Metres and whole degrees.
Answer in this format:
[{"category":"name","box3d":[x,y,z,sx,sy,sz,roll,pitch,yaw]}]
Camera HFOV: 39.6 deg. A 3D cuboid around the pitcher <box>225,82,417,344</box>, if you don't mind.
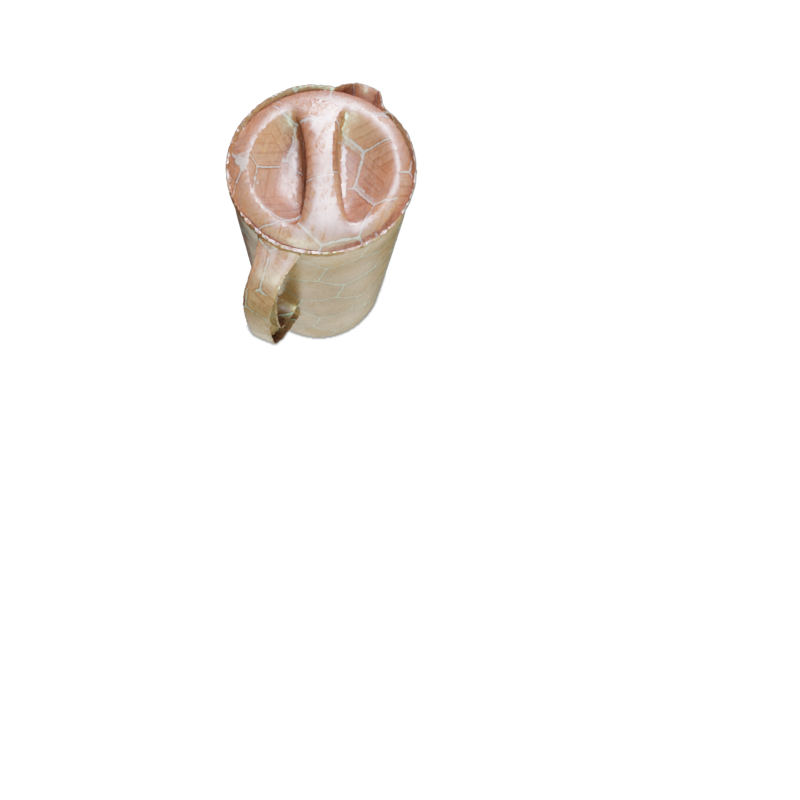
[{"category":"pitcher","box3d":[-0.068,-0.124,0.872,0.148,0.152,0.233,-20,-15,-9]}]
